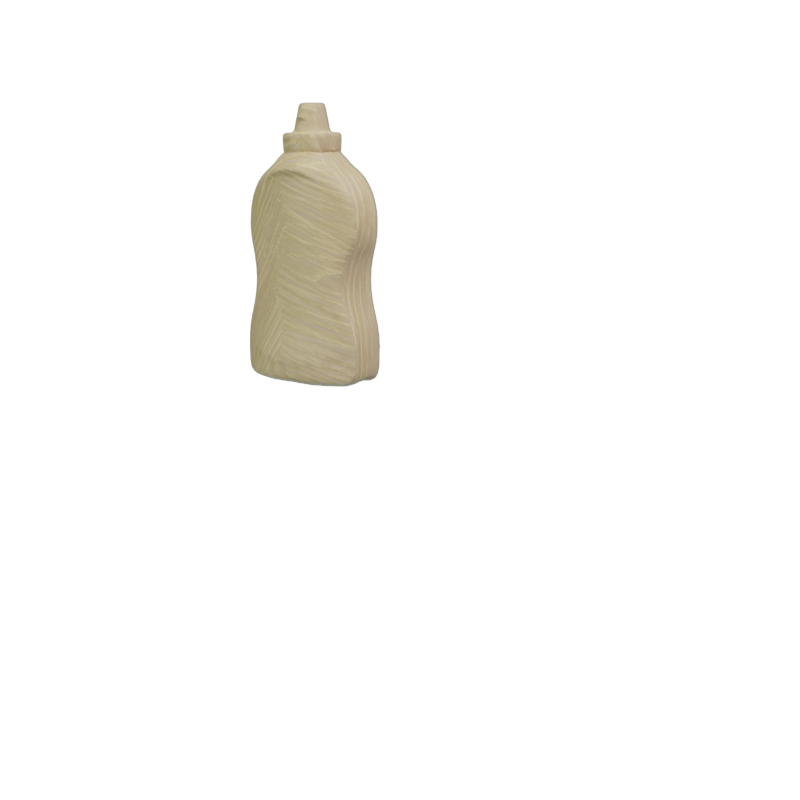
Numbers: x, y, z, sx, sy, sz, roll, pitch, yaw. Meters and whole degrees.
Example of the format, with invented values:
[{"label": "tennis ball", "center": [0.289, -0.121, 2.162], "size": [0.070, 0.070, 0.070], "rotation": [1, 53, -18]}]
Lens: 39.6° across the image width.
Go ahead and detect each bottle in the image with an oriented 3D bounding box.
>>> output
[{"label": "bottle", "center": [-0.061, -0.110, 0.772], "size": [0.100, 0.189, 0.056], "rotation": [5, 7, 38]}]
